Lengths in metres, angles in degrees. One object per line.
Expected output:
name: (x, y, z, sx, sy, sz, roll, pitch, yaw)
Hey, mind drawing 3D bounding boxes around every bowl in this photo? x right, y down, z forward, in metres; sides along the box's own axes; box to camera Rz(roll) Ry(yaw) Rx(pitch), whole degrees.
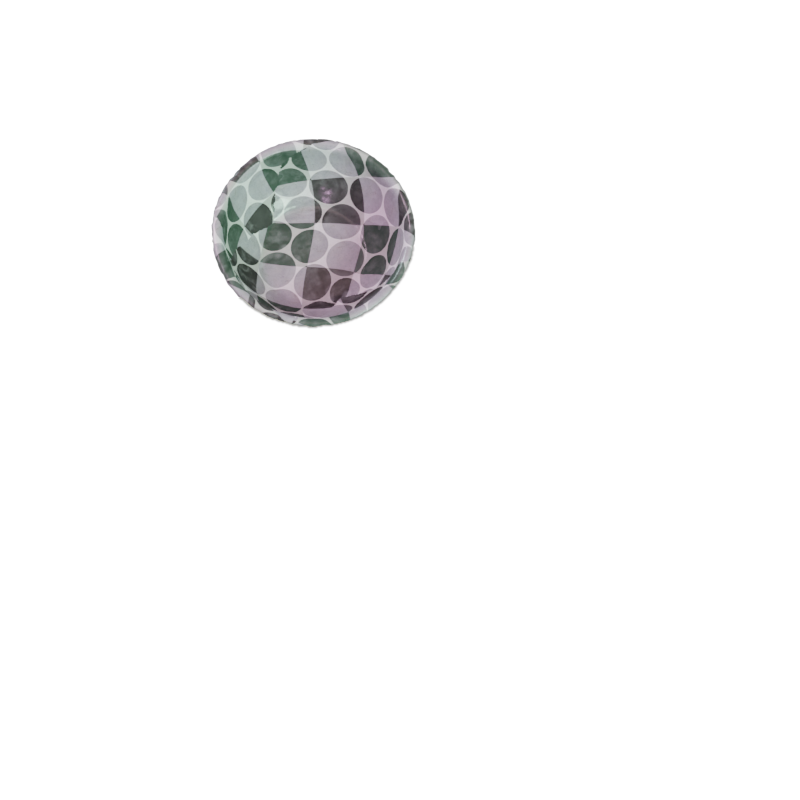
bowl: (-0.071, -0.129, 0.902, 0.162, 0.170, 0.052, -1, -21, -1)
